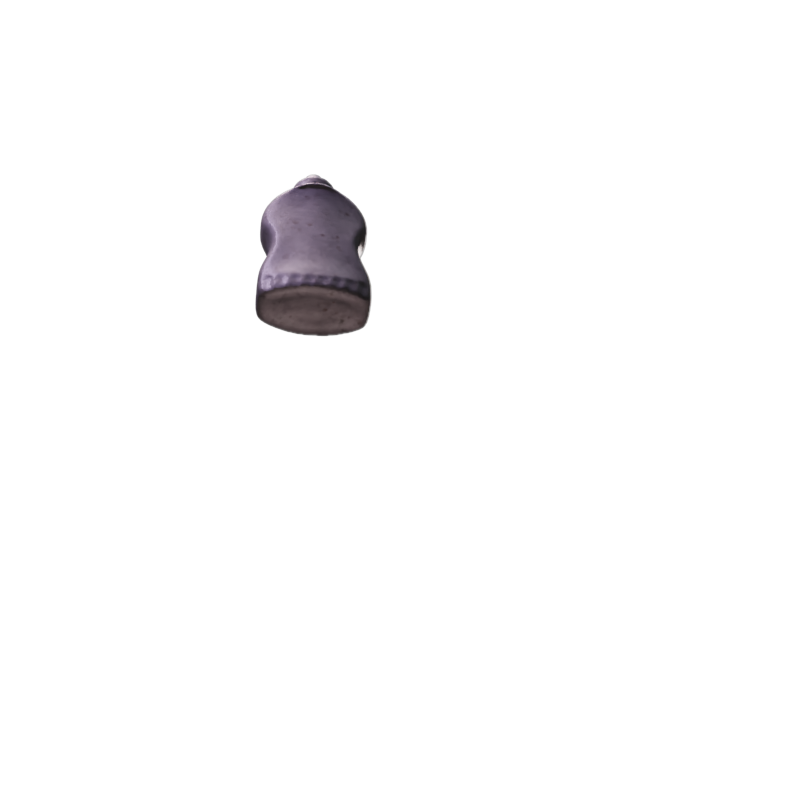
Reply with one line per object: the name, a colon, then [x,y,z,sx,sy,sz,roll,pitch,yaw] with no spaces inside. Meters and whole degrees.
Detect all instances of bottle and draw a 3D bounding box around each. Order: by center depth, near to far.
bottle: [-0.077,-0.141,0.987,0.095,0.055,0.206,2,42,-5]
